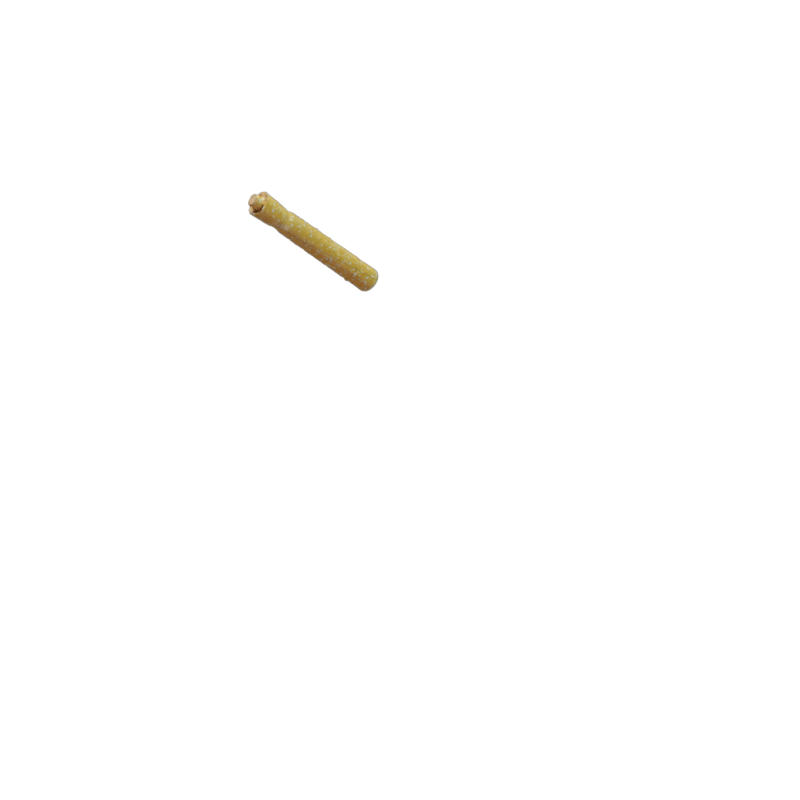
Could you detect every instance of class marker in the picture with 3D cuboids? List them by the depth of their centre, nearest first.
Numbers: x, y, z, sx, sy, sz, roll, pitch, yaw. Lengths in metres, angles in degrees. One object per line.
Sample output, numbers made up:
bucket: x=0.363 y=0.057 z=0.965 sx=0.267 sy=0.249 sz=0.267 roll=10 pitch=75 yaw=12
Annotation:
marker: x=-0.061 y=-0.111 z=0.778 sx=0.113 sy=0.020 sz=0.021 roll=32 pitch=-18 yaw=-37
